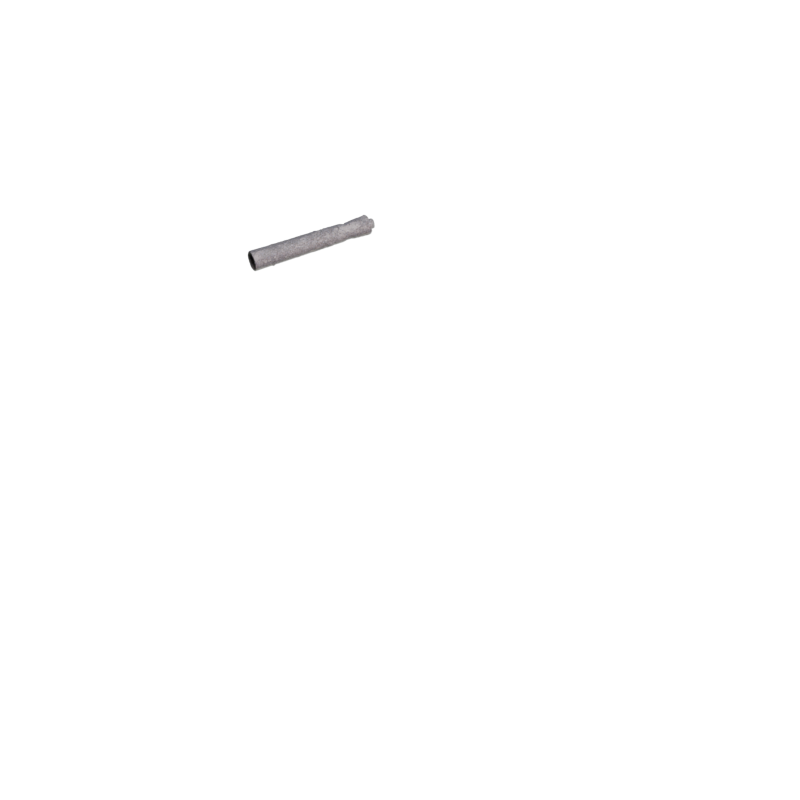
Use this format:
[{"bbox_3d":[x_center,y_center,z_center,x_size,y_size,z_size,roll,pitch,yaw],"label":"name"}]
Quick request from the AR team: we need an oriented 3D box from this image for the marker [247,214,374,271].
[{"bbox_3d":[-0.078,-0.143,0.998,0.120,0.019,0.020,-20,11,-19],"label":"marker"}]
